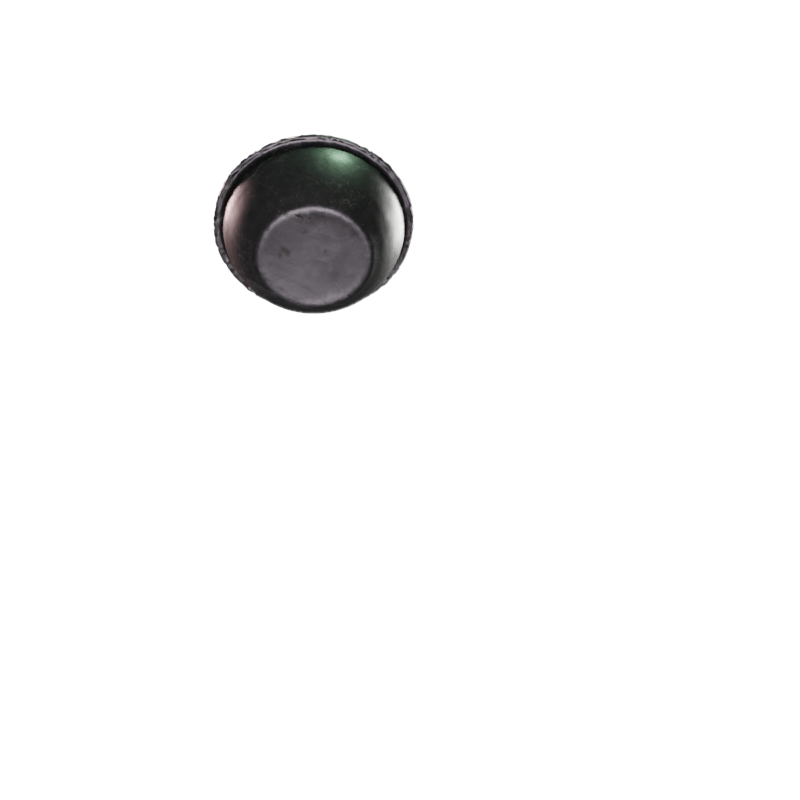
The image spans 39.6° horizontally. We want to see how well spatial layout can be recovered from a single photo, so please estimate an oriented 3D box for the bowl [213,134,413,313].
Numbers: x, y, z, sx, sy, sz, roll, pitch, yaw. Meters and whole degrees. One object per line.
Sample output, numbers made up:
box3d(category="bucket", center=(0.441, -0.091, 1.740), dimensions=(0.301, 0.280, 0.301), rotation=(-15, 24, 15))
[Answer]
box3d(category="bowl", center=(-0.068, -0.125, 0.873), dimensions=(0.162, 0.152, 0.059), rotation=(1, 32, -1))
